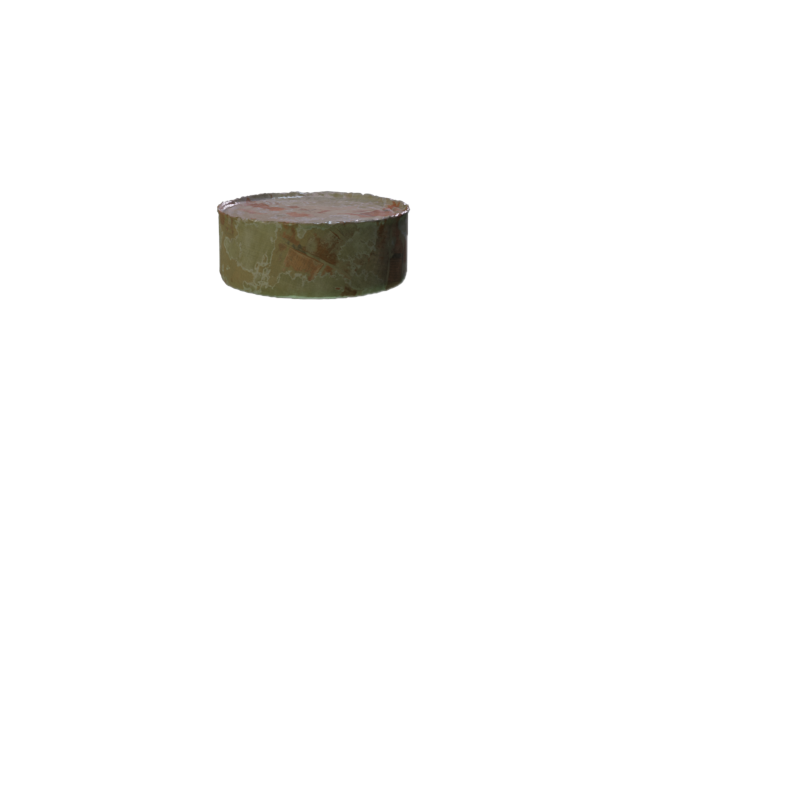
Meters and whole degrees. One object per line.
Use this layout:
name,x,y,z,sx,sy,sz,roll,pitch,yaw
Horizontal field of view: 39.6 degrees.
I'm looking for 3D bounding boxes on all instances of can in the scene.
can,-0.039,-0.071,0.496,0.086,0.032,0.089,-1,18,-2
